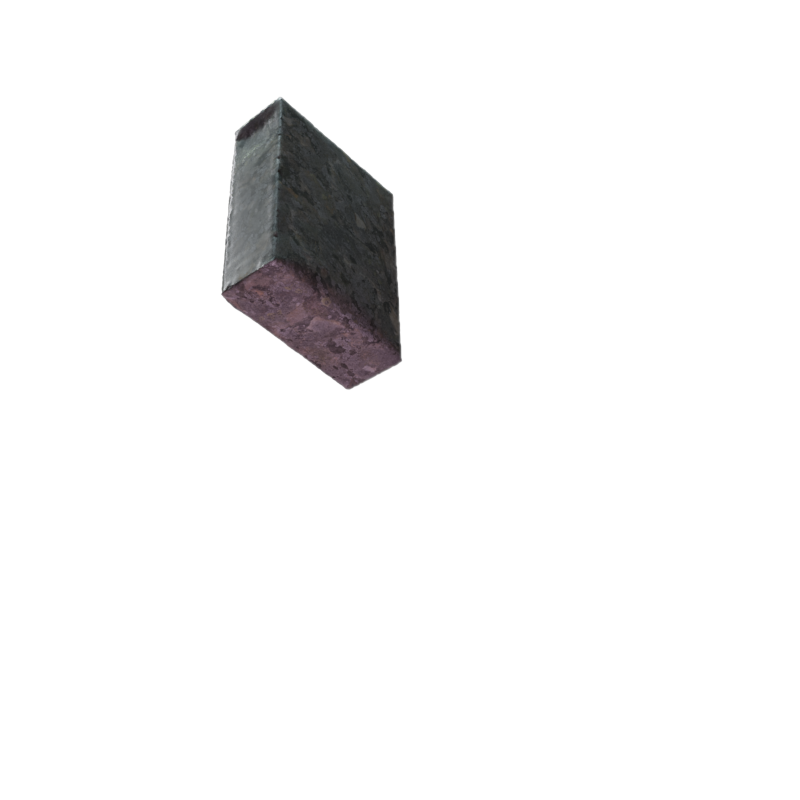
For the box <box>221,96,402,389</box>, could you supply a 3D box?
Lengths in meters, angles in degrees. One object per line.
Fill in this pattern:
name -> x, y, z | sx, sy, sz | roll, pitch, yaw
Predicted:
box -> -0.077, -0.141, 0.986 | 0.071, 0.230, 0.153 | -32, -49, 28
